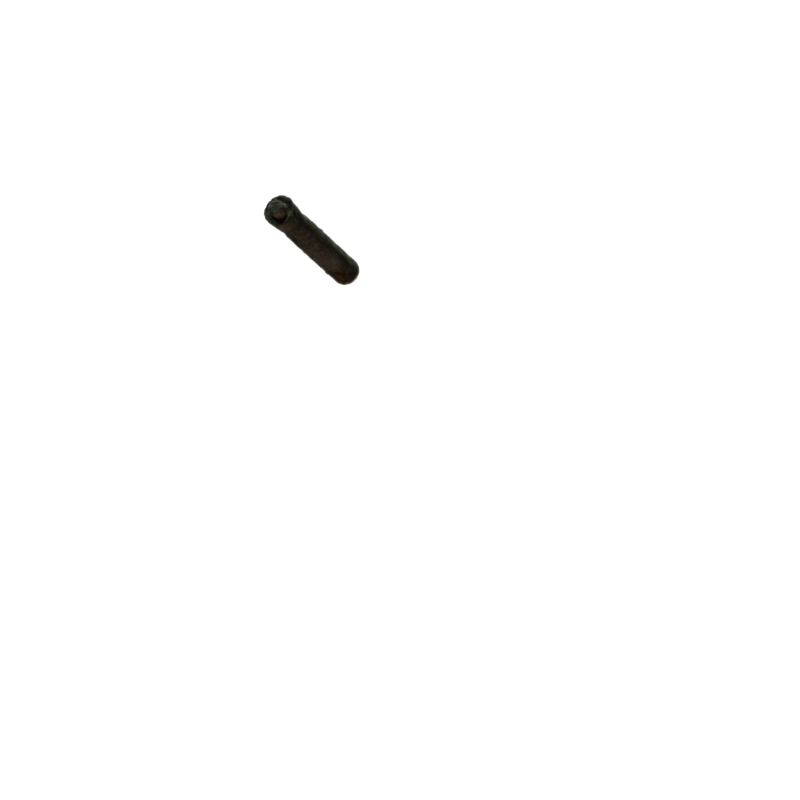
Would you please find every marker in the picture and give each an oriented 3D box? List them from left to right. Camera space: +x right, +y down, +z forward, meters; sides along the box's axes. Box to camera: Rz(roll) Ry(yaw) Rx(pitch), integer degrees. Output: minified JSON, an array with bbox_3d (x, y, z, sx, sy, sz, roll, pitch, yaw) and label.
[{"bbox_3d":[-0.053,-0.097,0.680,0.020,0.020,0.114,2,-12,19],"label":"marker"}]
